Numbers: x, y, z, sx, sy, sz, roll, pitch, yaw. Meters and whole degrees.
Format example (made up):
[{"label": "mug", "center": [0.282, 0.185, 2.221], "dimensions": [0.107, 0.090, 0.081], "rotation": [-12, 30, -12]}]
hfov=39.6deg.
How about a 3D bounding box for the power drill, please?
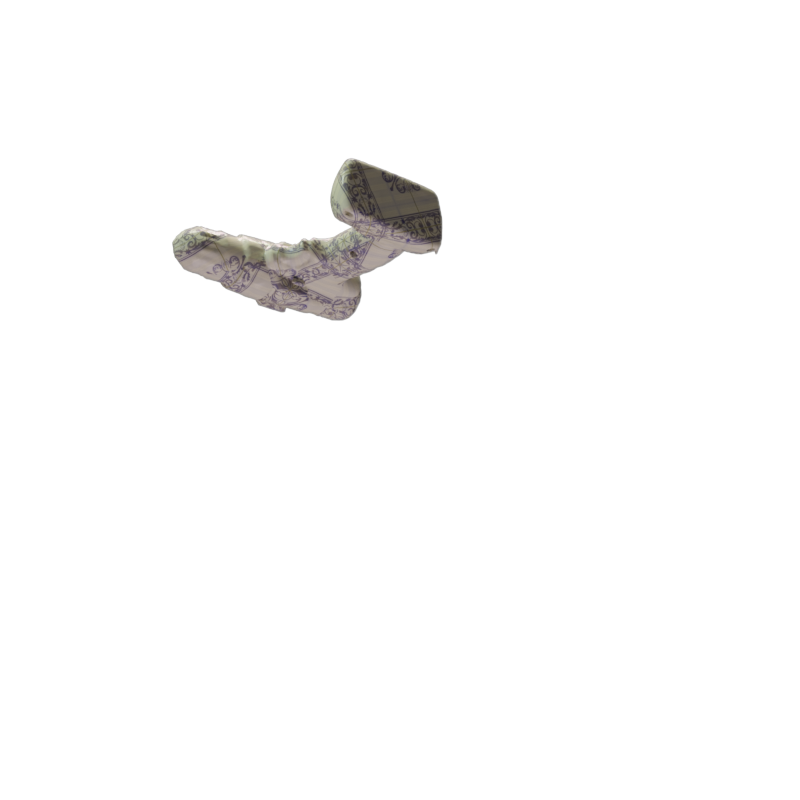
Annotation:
[{"label": "power drill", "center": [-0.072, -0.132, 0.921], "dimensions": [0.175, 0.060, 0.188], "rotation": [15, -25, -35]}]
